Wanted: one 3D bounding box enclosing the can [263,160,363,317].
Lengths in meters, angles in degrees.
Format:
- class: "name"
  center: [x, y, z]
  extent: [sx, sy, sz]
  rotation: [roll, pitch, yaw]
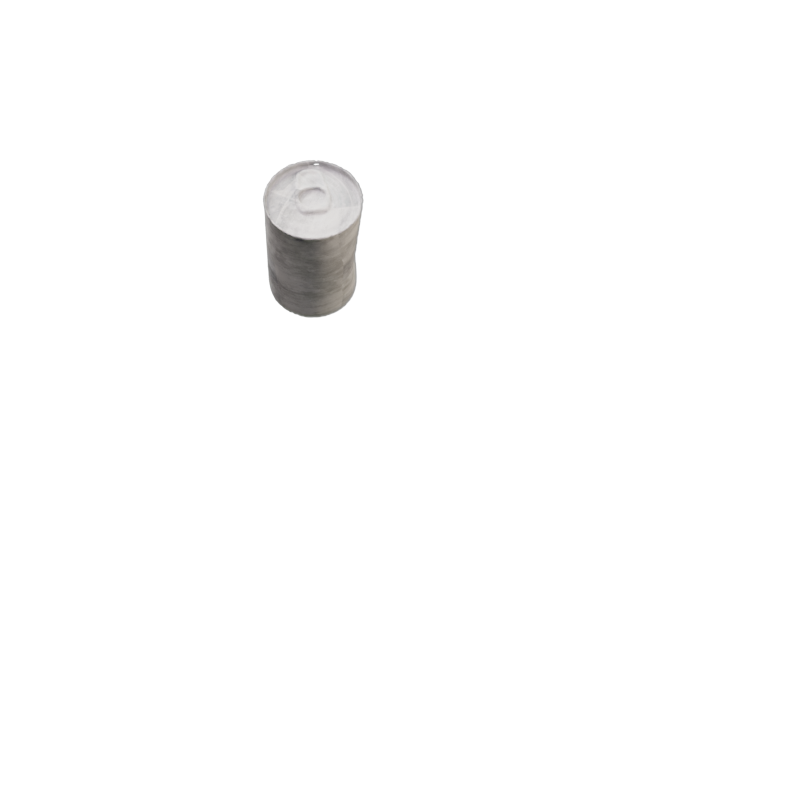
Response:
- class: "can"
  center: [-0.062, -0.113, 0.791]
  extent: [0.068, 0.073, 0.096]
  rotation: [0, -31, -3]
